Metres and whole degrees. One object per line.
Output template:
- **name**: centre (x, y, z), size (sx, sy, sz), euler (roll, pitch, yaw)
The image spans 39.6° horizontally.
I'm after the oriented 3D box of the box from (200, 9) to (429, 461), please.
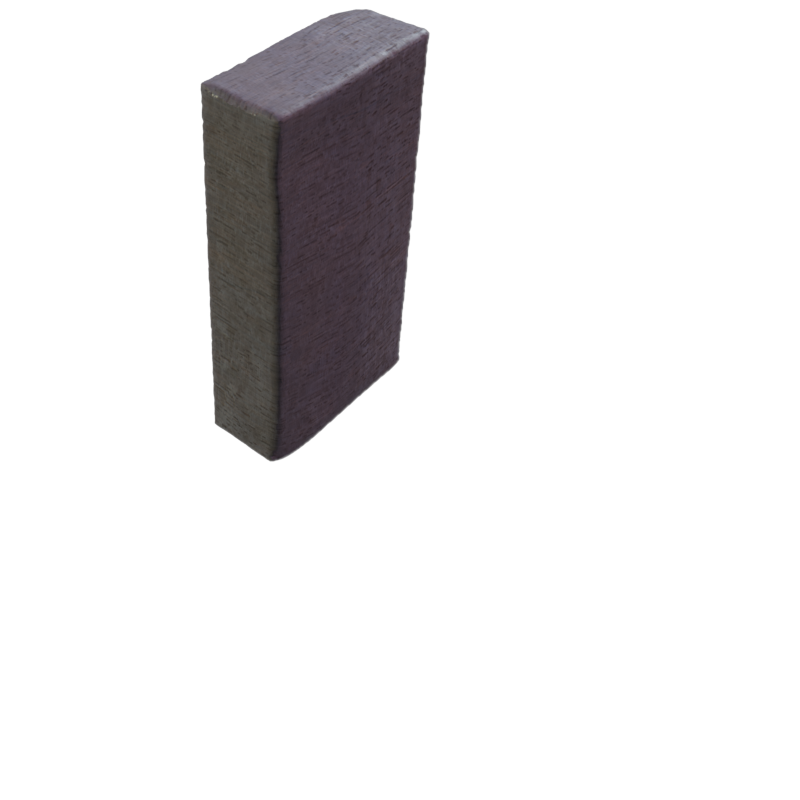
- **box**: centre (-0.036, -0.066, 0.464), size (0.051, 0.165, 0.094), euler (26, 44, 26)
